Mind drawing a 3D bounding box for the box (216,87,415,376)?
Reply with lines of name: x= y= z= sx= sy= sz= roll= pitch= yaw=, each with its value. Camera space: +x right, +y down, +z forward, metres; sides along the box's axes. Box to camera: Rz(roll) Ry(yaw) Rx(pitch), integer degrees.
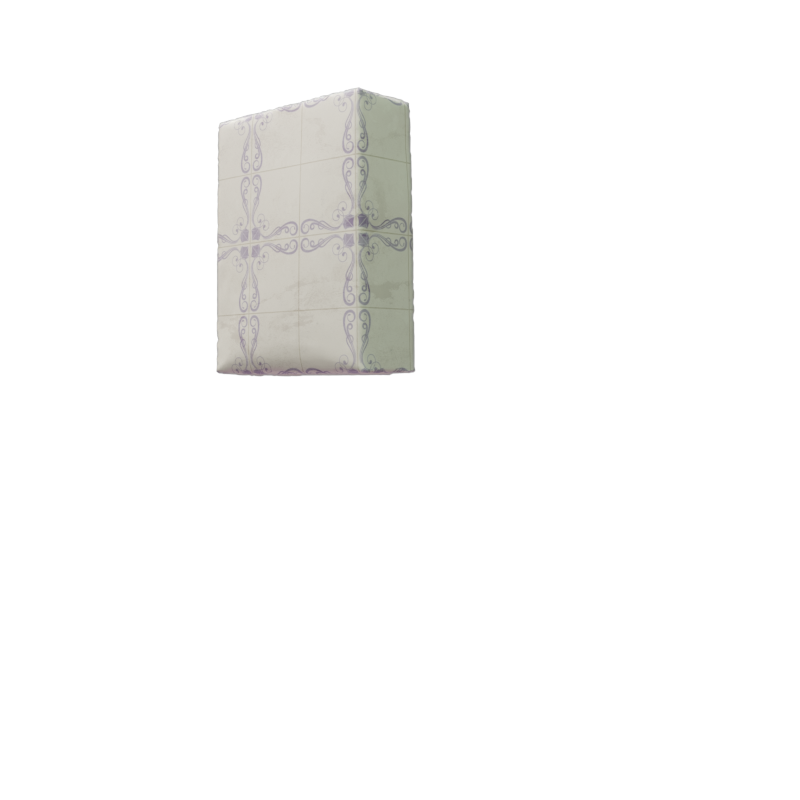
box: x=-0.070 y=-0.127 z=0.891 sx=0.169 sy=0.217 sz=0.068 roll=-4 pitch=-8 yaw=42
